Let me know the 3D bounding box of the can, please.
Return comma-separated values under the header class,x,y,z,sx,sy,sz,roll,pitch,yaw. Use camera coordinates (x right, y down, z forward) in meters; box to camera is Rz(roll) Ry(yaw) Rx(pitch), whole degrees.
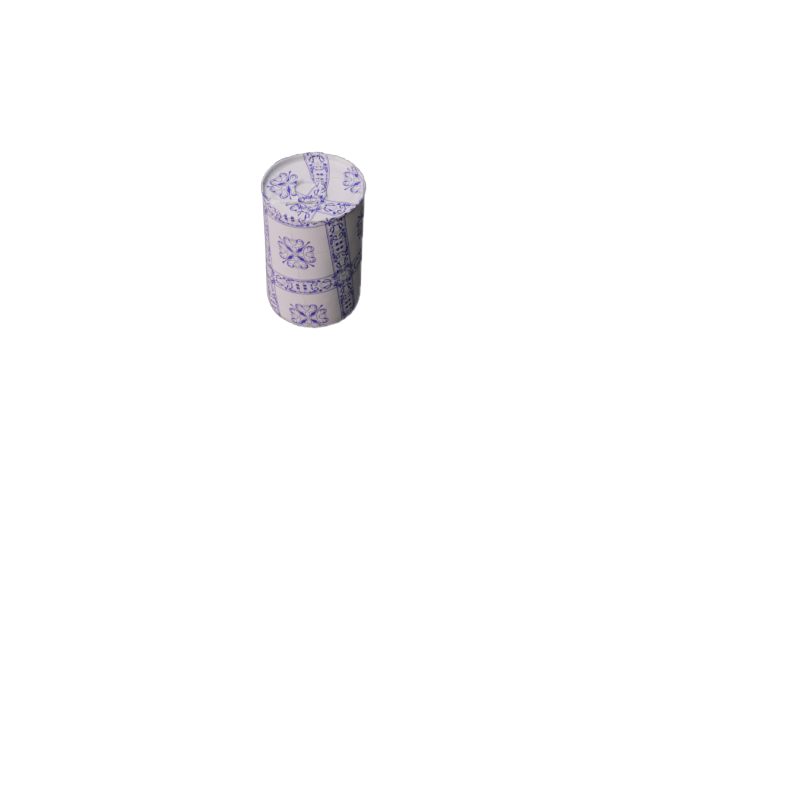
class,x,y,z,sx,sy,sz,roll,pitch,yaw
can,-0.058,-0.107,0.747,0.068,0.074,0.095,0,-43,-3
